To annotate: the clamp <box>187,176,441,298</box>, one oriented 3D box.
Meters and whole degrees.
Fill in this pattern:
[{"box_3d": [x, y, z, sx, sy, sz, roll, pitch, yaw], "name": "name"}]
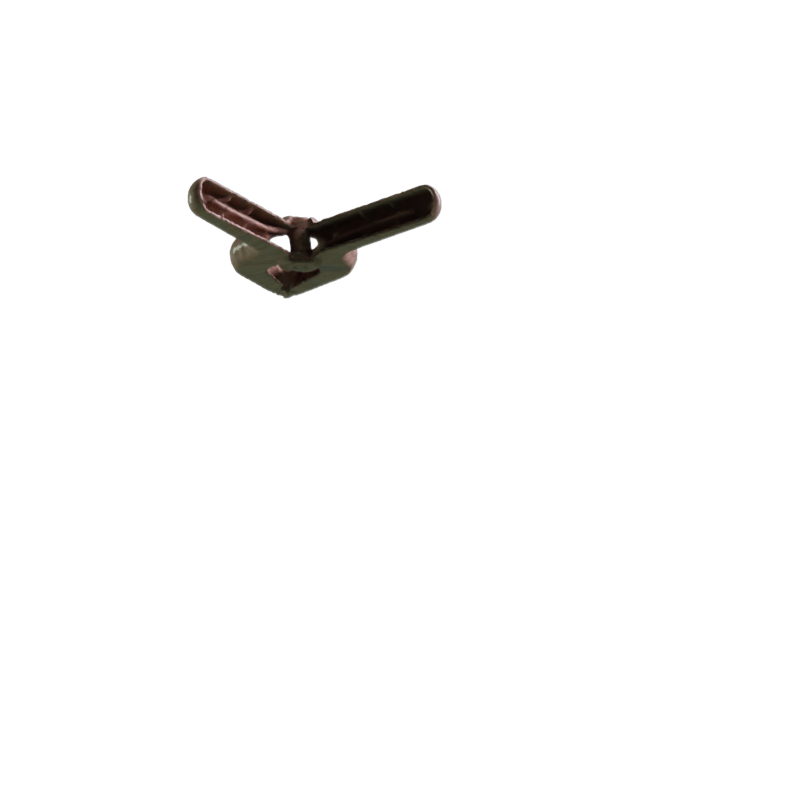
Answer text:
[{"box_3d": [-0.062, -0.114, 0.796, 0.164, 0.038, 0.204, 1, -11, -4], "name": "clamp"}]
